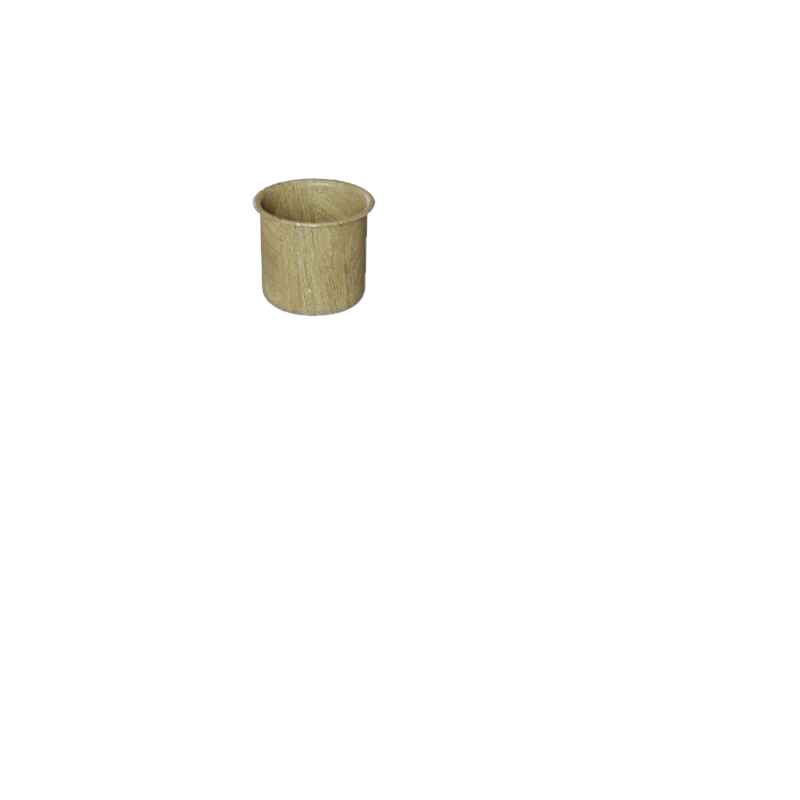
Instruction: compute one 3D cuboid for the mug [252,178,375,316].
[{"bbox_3d":[-0.068,-0.124,0.869,0.093,0.077,0.124,-1,29,-4],"label":"mug"}]
